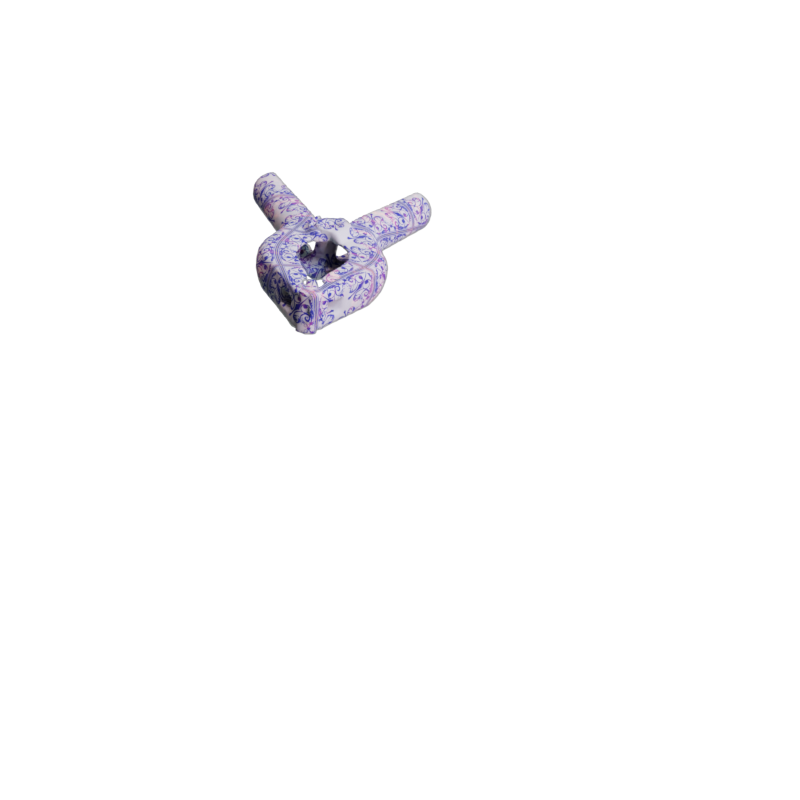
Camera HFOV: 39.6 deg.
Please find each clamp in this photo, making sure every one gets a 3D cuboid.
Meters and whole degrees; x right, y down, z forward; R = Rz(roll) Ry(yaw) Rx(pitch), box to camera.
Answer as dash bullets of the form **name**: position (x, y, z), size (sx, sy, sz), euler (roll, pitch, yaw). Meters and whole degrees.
- **clamp**: position (-0.054, -0.099, 0.694), size (0.123, 0.037, 0.178), euler (7, 31, 12)
